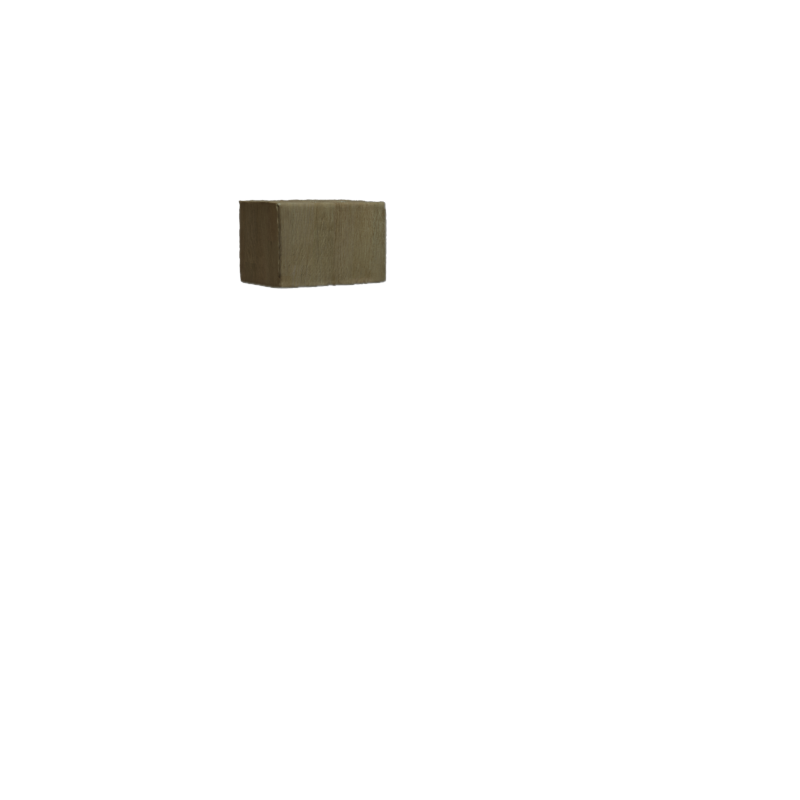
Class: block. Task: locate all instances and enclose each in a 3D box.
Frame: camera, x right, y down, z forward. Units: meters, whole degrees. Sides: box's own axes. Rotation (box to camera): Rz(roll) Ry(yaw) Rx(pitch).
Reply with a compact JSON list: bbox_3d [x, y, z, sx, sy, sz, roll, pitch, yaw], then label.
[{"bbox_3d":[-0.053,-0.097,0.680,0.076,0.051,0.055,-5,9,-33],"label":"block"}]
